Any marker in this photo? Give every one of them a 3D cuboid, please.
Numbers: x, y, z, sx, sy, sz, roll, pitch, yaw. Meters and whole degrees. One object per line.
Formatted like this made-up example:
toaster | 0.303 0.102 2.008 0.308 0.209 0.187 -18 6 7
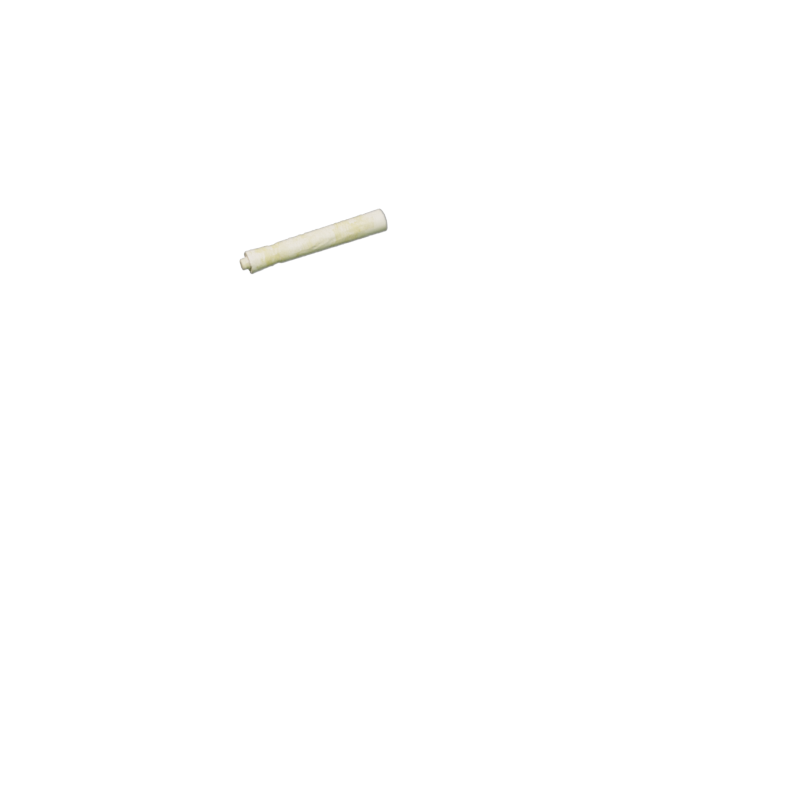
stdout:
marker | -0.068 -0.125 0.873 0.120 0.019 0.020 -20 9 -13
